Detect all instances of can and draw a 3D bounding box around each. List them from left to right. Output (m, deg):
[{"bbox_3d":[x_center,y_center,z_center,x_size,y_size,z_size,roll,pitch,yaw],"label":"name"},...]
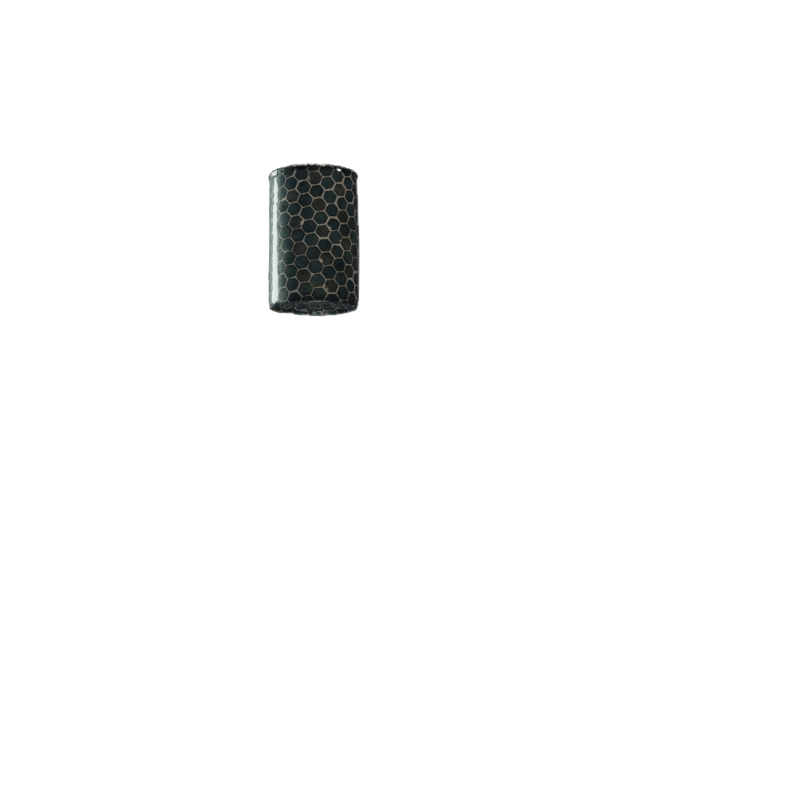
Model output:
[{"bbox_3d":[-0.065,-0.118,0.825,0.068,0.105,0.067,0,-10,-2],"label":"can"}]
